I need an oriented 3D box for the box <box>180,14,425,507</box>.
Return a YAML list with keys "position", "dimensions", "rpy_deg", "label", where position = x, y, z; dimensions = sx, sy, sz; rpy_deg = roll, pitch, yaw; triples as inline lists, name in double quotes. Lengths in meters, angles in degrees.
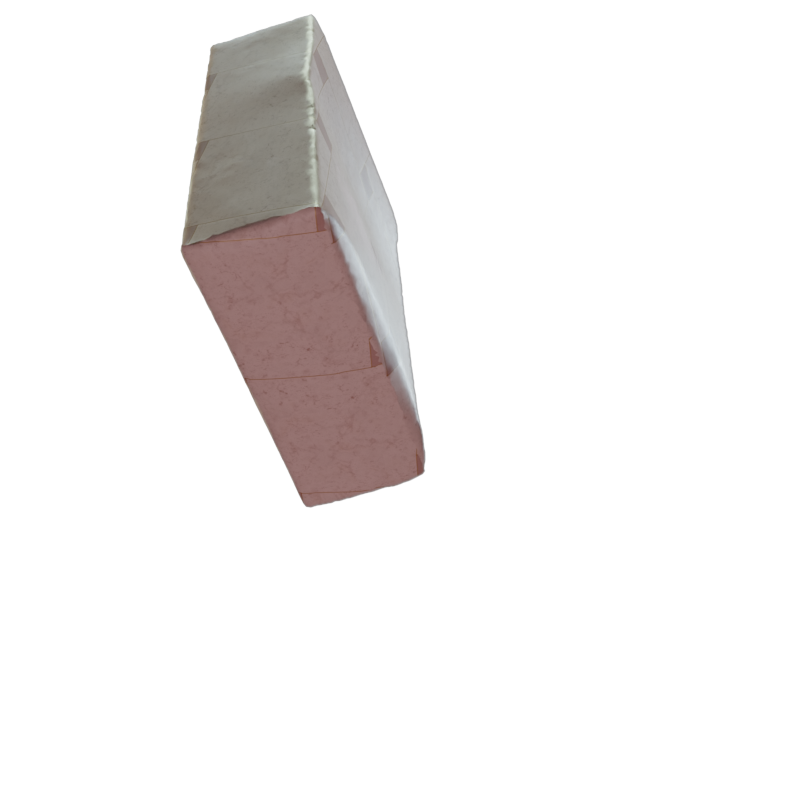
- position: [-0.045, -0.082, 0.577]
  dimensions: [0.072, 0.152, 0.229]
  rpy_deg: [-16, 37, 9]
  label: "box"
